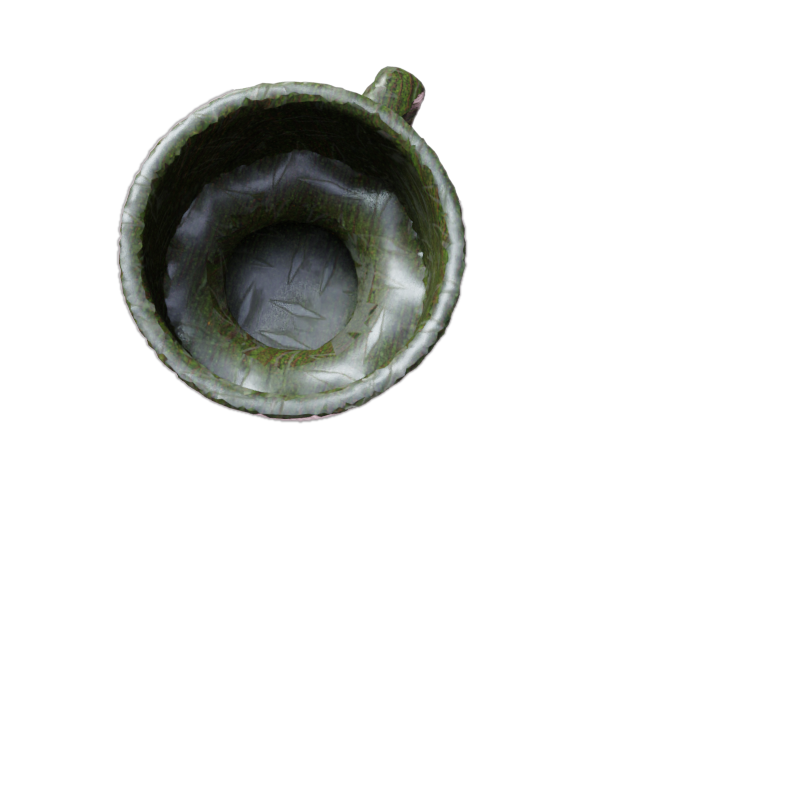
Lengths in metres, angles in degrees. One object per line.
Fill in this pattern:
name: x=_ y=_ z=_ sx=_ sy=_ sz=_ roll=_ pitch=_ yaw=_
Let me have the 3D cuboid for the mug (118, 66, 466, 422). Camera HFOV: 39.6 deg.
mug: x=-0.026 y=-0.048 z=0.336 sx=0.094 sy=0.119 sz=0.079 roll=27 pitch=-11 yaw=3
